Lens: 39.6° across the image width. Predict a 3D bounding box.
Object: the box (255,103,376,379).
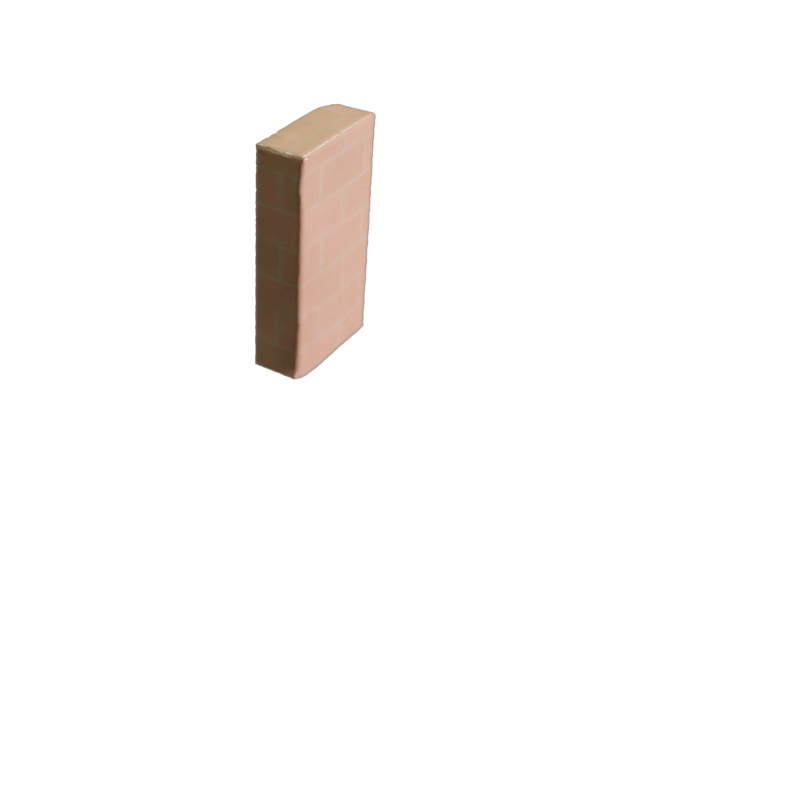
[{"bbox_3d":[-0.061,-0.111,0.777,0.050,0.166,0.095,18,34,24],"label":"box"}]
